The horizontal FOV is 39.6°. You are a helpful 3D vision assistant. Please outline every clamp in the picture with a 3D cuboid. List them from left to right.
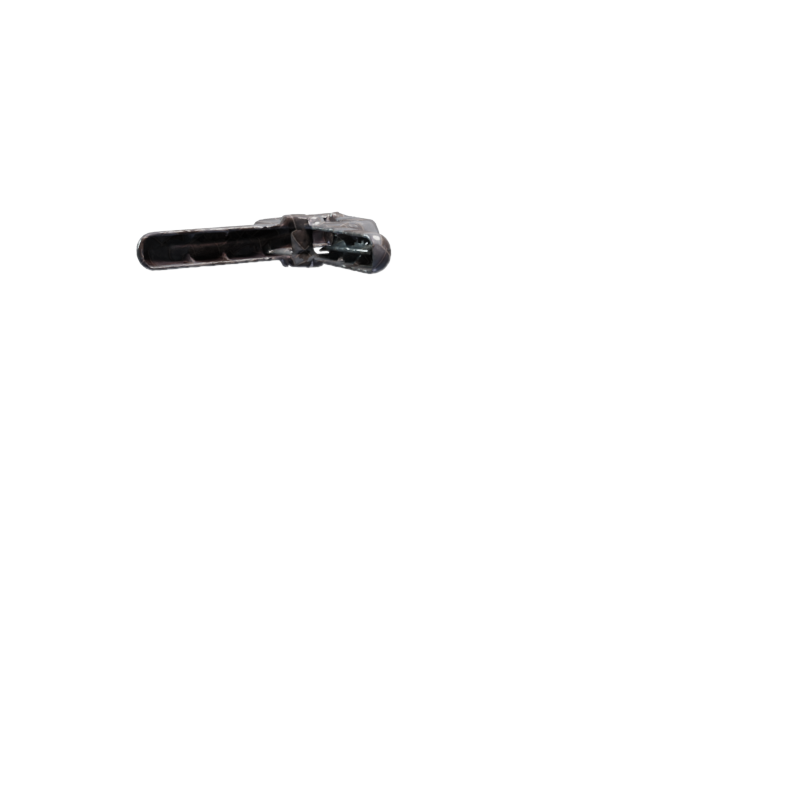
[{"bbox_3d":[-0.060,-0.109,0.766,0.169,0.036,0.208,5,14,20],"label":"clamp"}]
